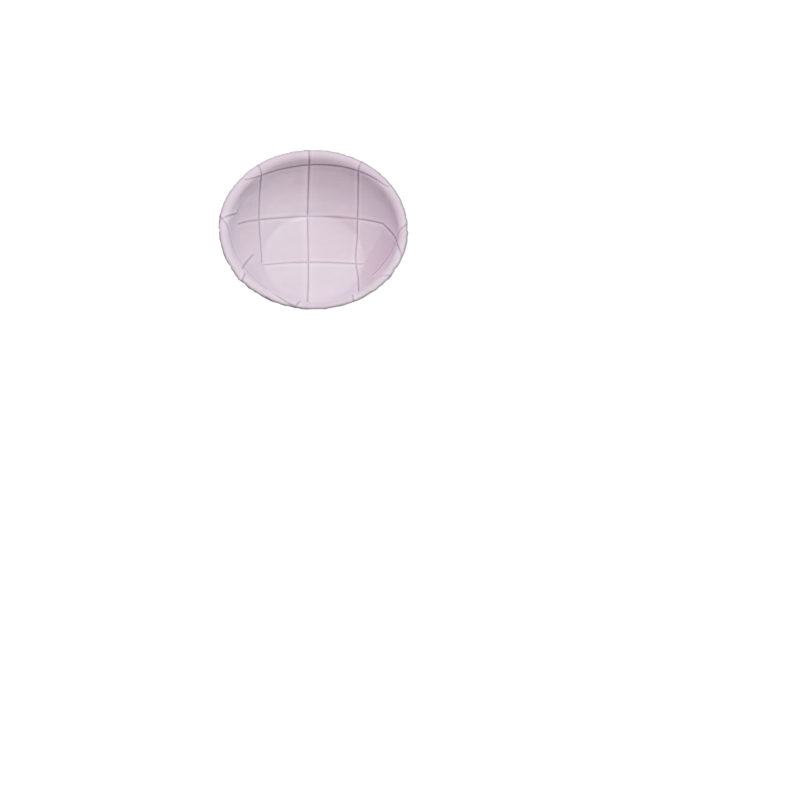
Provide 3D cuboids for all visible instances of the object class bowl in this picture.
[{"bbox_3d":[-0.076,-0.138,0.964,0.162,0.173,0.052,-1,-30,-1],"label":"bowl"}]
